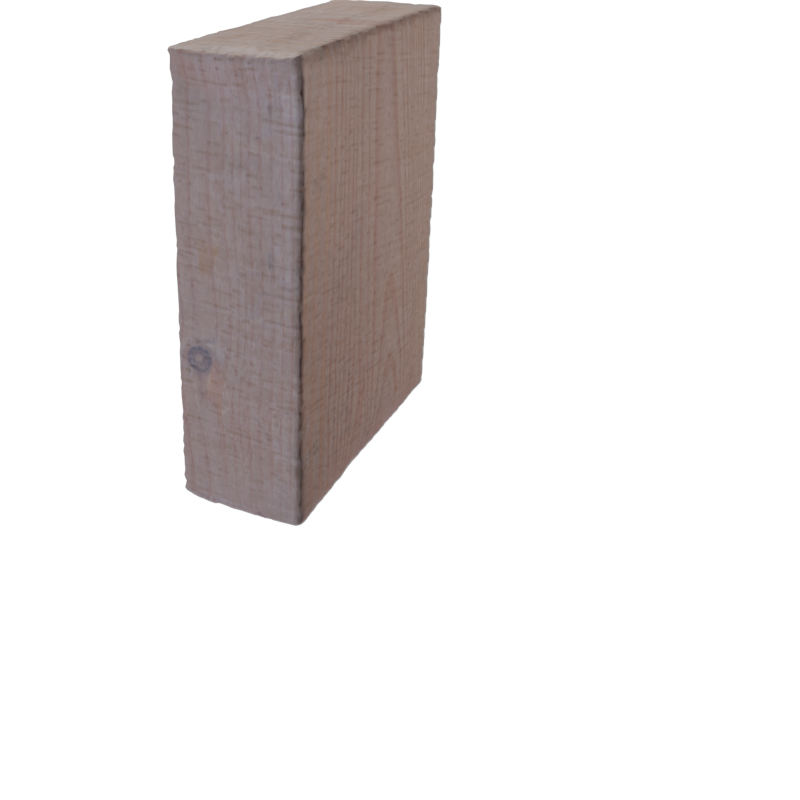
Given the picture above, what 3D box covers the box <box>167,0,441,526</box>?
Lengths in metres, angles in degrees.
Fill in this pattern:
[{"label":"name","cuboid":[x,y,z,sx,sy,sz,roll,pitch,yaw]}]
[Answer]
[{"label":"box","cuboid":[-0.042,-0.077,0.540,0.074,0.204,0.166,9,24,20]}]
